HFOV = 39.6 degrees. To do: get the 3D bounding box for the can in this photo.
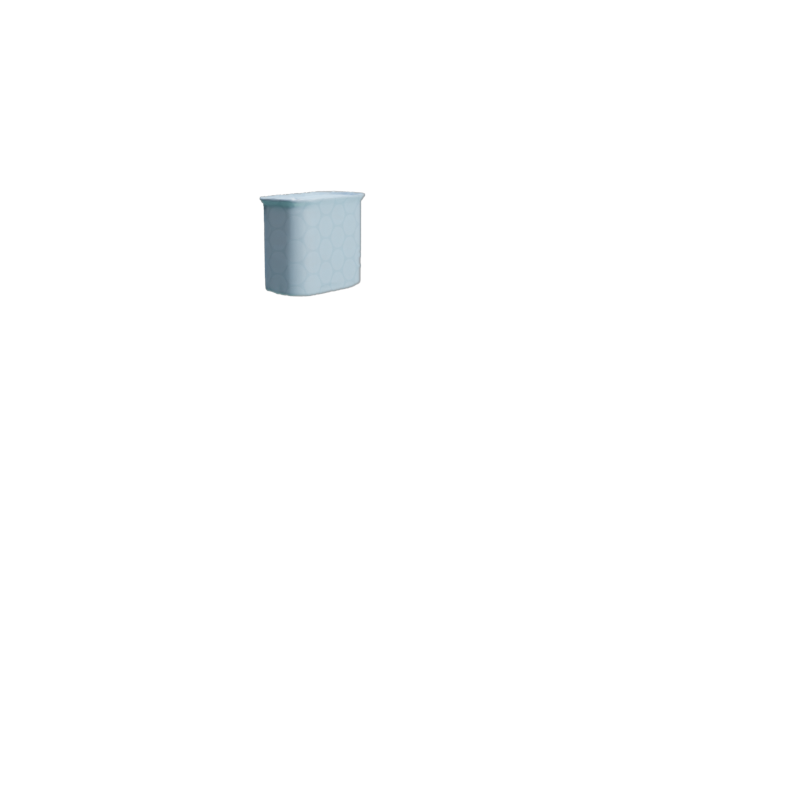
[{"bbox_3d":[-0.077,-0.140,0.978,0.060,0.082,0.100,7,13,34],"label":"can"}]
